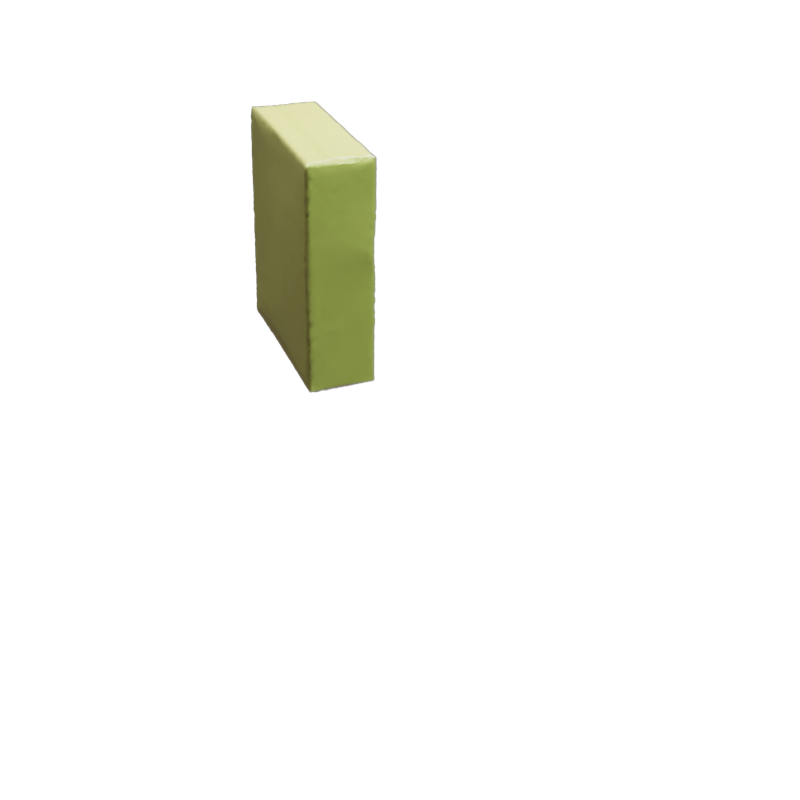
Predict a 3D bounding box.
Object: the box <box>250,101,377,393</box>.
[{"bbox_3d":[-0.078,-0.142,0.992,0.071,0.202,0.176,-8,30,-20],"label":"box"}]
